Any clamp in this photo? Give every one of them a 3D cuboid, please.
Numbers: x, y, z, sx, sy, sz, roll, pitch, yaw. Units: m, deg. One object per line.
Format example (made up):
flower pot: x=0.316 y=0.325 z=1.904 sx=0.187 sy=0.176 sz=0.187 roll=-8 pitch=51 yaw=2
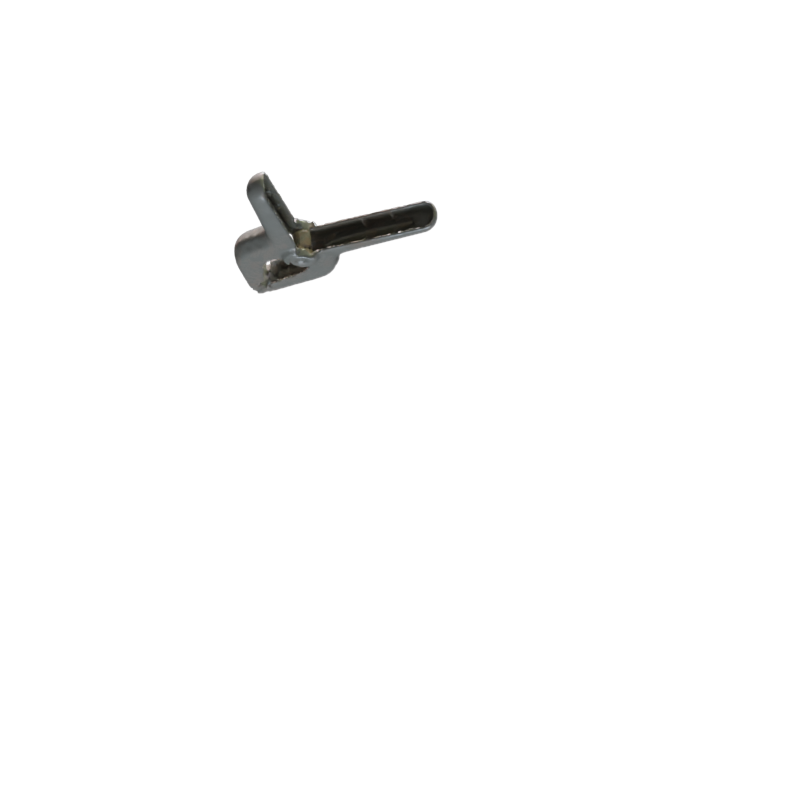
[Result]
clamp: x=-0.075 y=-0.137 z=0.959 sx=0.160 sy=0.038 sz=0.207 roll=6 pitch=-16 yaw=-20
